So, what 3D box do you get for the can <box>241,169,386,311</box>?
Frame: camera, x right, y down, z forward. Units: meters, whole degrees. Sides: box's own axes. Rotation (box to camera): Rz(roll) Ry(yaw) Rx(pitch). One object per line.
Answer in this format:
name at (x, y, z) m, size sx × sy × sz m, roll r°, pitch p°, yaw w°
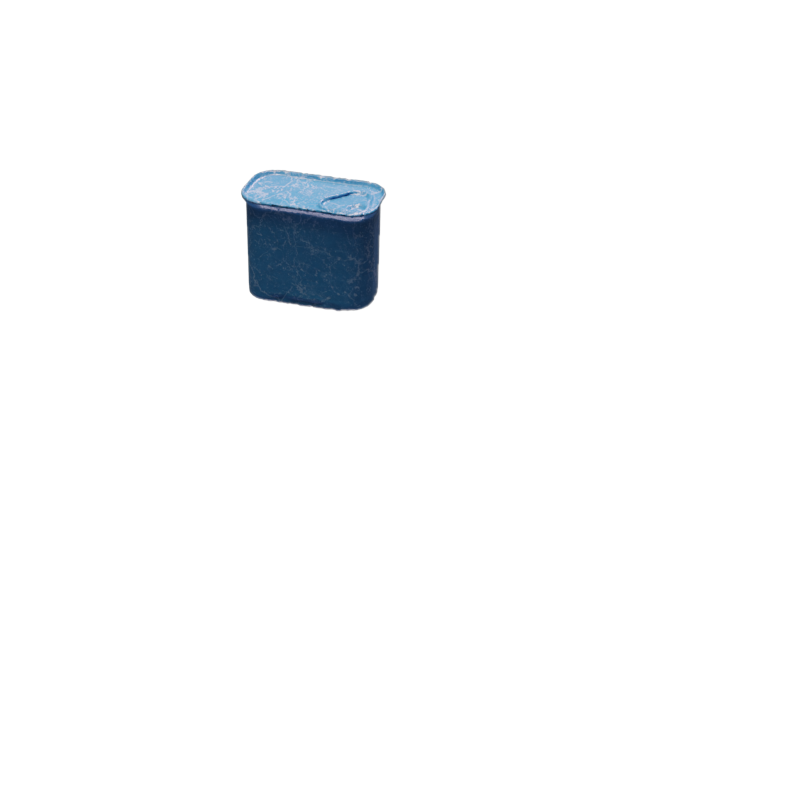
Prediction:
can at (-0.064, -0.117, 0.819) m, size 0.104 × 0.079 × 0.060 m, roll 10°, pitch 32°, yaw 13°
